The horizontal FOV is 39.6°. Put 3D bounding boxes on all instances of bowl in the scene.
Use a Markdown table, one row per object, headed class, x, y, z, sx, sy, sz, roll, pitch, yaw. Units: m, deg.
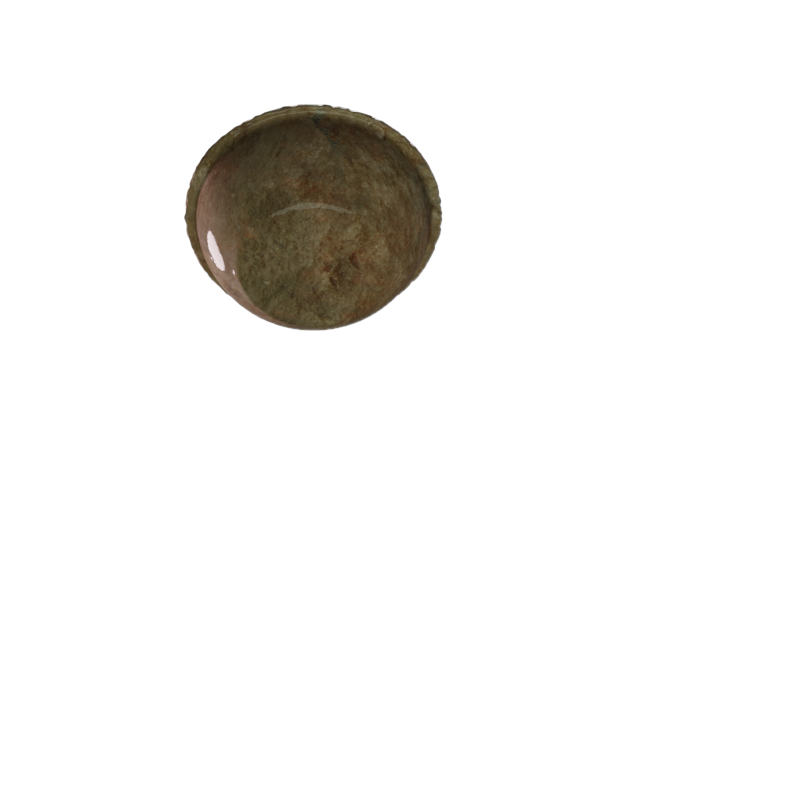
| class | x | y | z | sx | sy | sz | roll | pitch | yaw |
| --- | --- | --- | --- | --- | --- | --- | --- | --- | --- |
| bowl | -0.053 | -0.097 | 0.677 | 0.162 | 0.152 | 0.059 | 1 | 37 | -1 |
